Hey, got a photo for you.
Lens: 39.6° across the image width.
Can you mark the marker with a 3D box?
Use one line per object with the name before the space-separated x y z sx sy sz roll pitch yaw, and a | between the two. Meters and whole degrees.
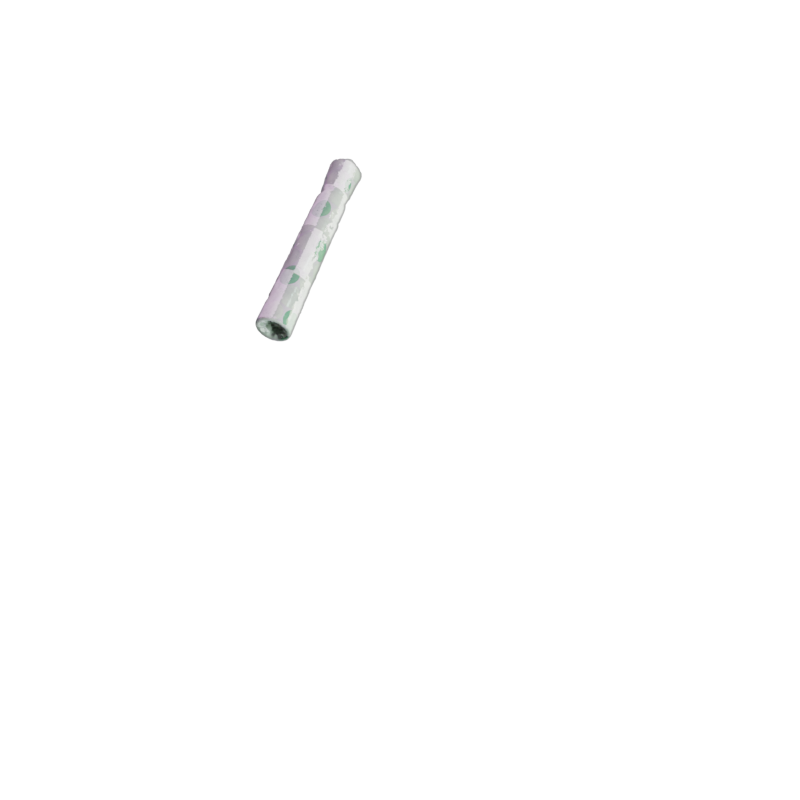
marker | -0.045 -0.083 0.580 0.020 0.127 0.018 14 -36 8
